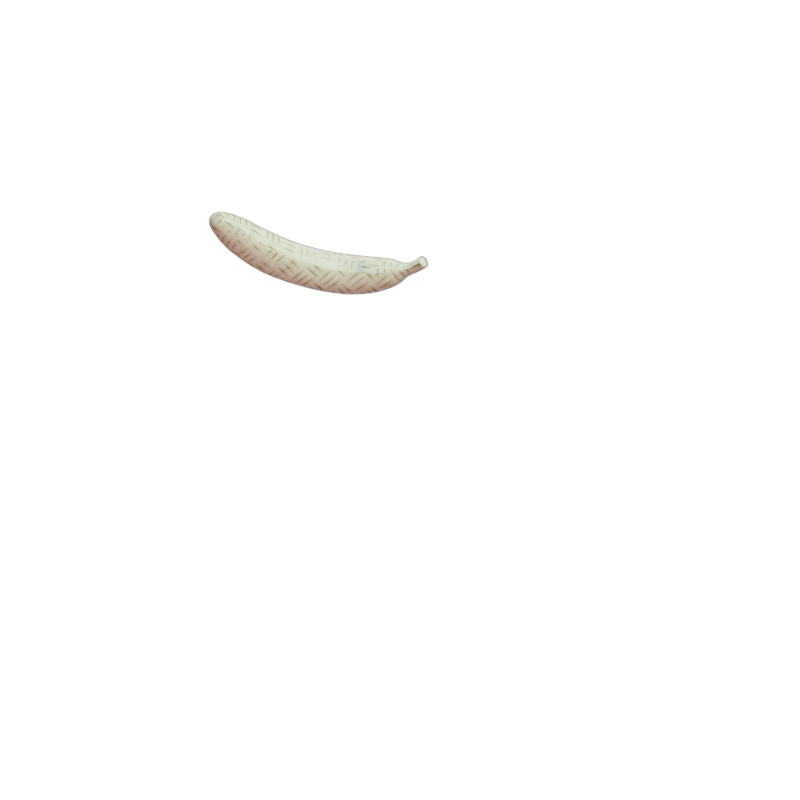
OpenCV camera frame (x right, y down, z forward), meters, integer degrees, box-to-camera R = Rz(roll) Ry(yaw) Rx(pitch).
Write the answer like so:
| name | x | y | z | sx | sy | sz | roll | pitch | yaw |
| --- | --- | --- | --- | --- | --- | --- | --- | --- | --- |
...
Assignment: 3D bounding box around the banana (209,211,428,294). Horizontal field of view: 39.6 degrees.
| name | x | y | z | sx | sy | sz | roll | pitch | yaw |
| --- | --- | --- | --- | --- | --- | --- | --- | --- | --- |
| banana | -0.079 | -0.129 | 0.998 | 0.194 | 0.039 | 0.066 | 10 | -43 | -11 |
